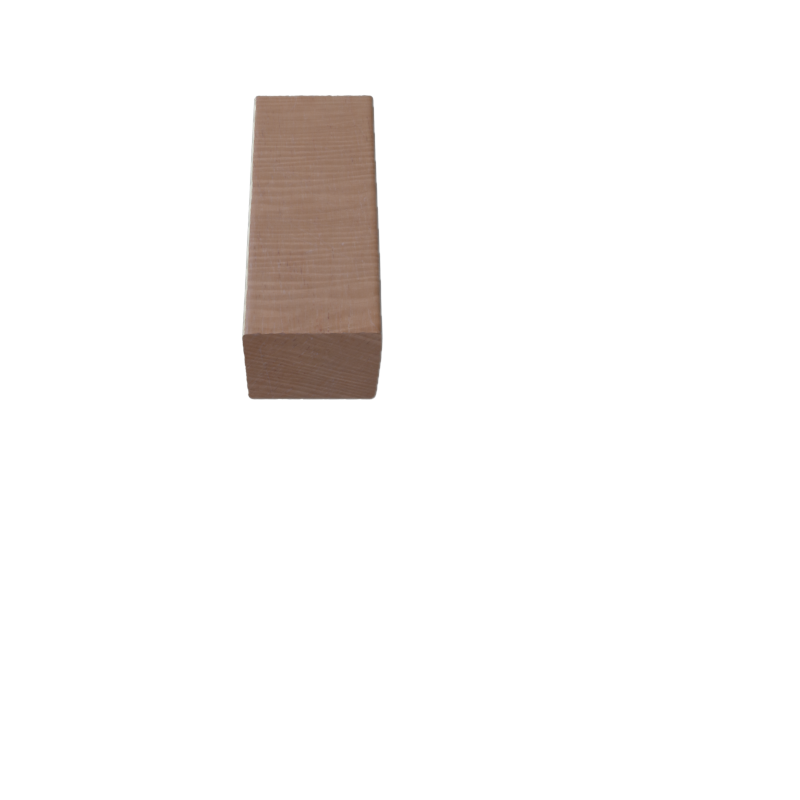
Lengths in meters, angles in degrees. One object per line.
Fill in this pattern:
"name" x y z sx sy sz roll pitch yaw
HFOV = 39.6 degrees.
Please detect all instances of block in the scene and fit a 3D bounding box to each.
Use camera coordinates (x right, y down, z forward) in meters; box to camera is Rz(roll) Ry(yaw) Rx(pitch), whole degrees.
"block" -0.062 -0.113 0.791 0.090 0.220 0.084 -1 -33 -3
